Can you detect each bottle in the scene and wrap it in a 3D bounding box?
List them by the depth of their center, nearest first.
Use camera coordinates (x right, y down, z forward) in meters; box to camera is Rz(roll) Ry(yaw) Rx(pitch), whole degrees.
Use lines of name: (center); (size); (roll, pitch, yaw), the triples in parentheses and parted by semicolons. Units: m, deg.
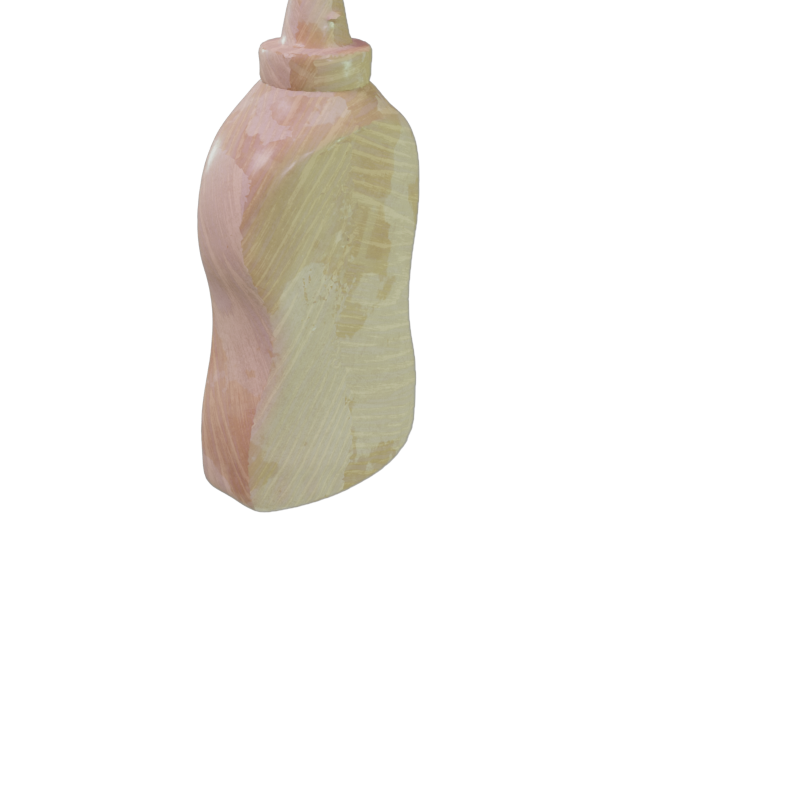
bottle: (-0.033, -0.060, 0.422); (0.062, 0.183, 0.095); (21, 29, 40)
